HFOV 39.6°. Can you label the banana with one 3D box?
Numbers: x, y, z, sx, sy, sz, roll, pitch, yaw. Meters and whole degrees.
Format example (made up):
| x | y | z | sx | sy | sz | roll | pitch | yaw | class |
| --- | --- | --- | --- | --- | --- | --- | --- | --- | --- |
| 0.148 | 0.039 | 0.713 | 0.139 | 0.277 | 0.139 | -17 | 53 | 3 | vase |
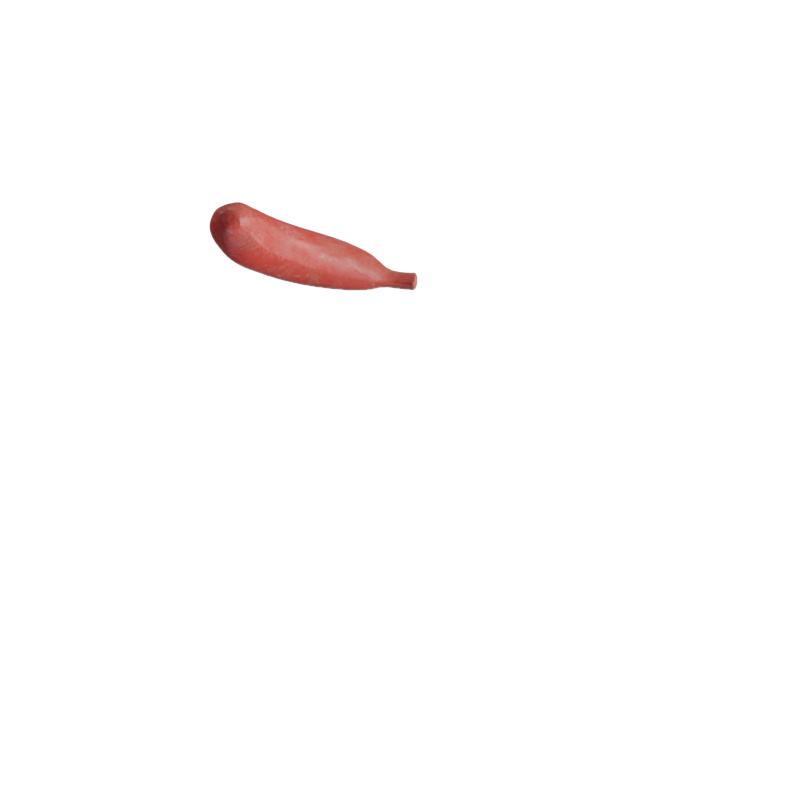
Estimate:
| x | y | z | sx | sy | sz | roll | pitch | yaw | class |
| --- | --- | --- | --- | --- | --- | --- | --- | --- | --- |
| -0.069 | -0.102 | 0.736 | 0.071 | 0.038 | 0.187 | -6 | -9 | 37 | banana |
